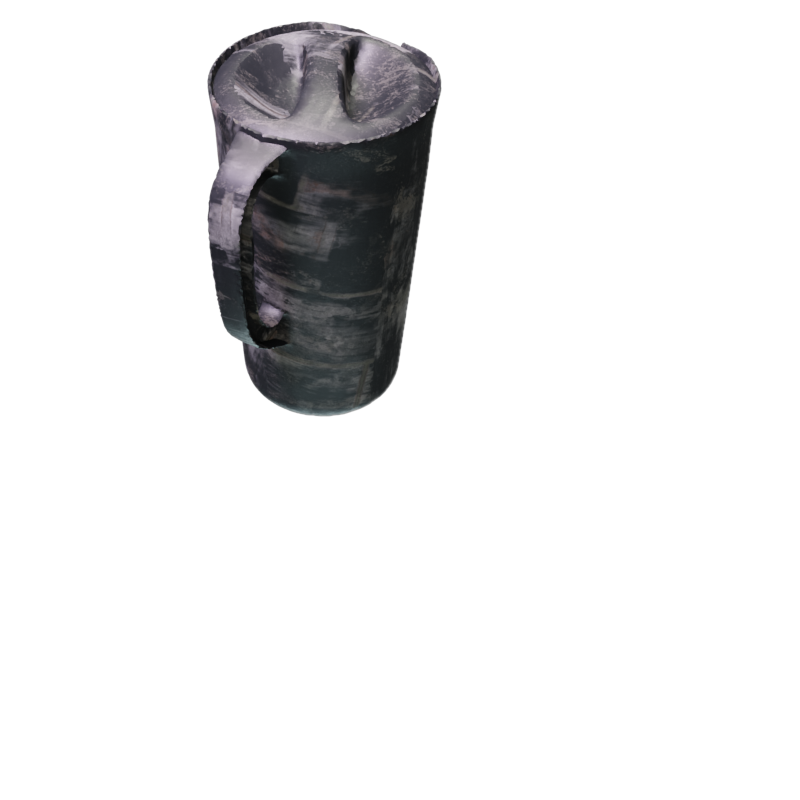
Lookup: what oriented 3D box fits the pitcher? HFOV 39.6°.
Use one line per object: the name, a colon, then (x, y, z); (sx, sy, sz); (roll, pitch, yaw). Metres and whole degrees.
pitcher: (-0.055, -0.100, 0.697); (0.147, 0.226, 0.157); (-10, 45, -14)
